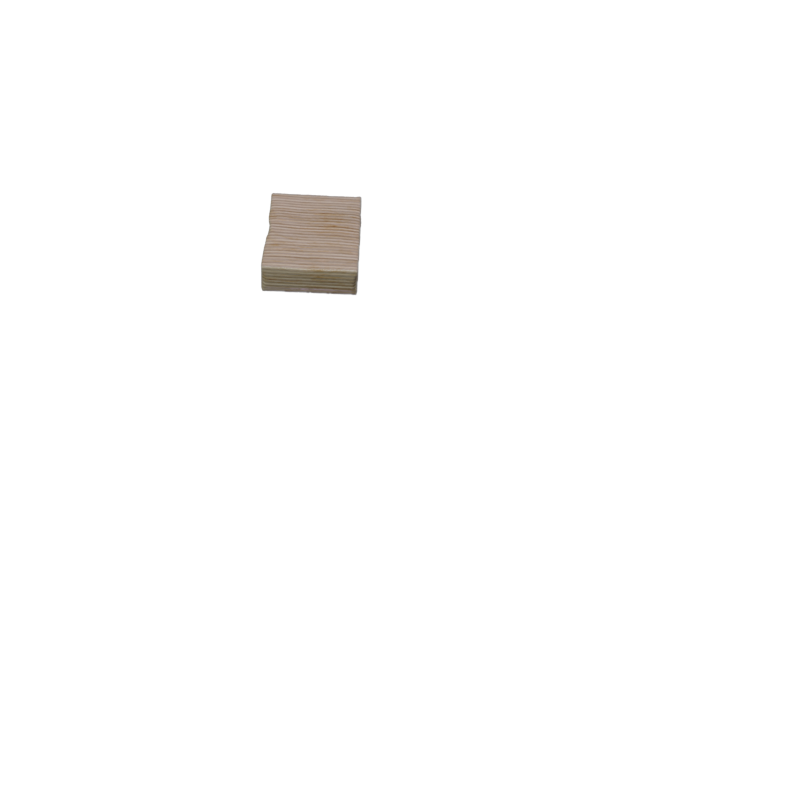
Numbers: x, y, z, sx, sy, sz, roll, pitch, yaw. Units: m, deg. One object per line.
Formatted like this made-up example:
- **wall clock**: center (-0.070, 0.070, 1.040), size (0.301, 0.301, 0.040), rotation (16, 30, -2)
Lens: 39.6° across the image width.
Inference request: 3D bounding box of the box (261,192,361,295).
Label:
- **box**: center (-0.067, -0.123, 0.860), size (0.073, 0.095, 0.028), rotation (2, -43, 1)
